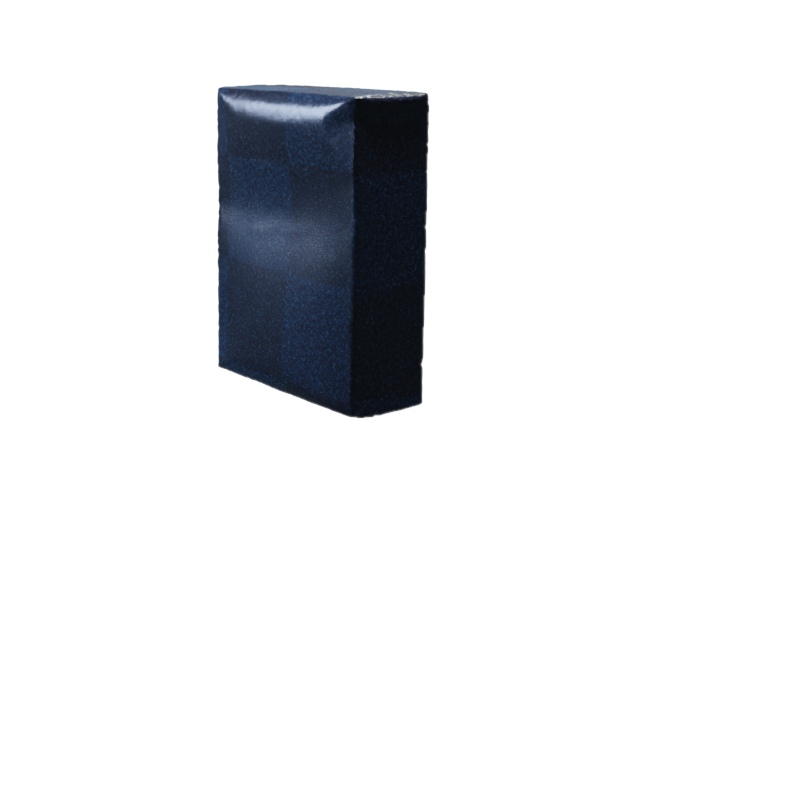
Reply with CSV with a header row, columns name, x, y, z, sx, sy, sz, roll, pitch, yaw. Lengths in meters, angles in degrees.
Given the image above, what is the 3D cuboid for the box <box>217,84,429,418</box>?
name,x,y,z,sx,sy,sz,roll,pitch,yaw
box,-0.061,-0.111,0.780,0.070,0.208,0.173,-9,16,-39
